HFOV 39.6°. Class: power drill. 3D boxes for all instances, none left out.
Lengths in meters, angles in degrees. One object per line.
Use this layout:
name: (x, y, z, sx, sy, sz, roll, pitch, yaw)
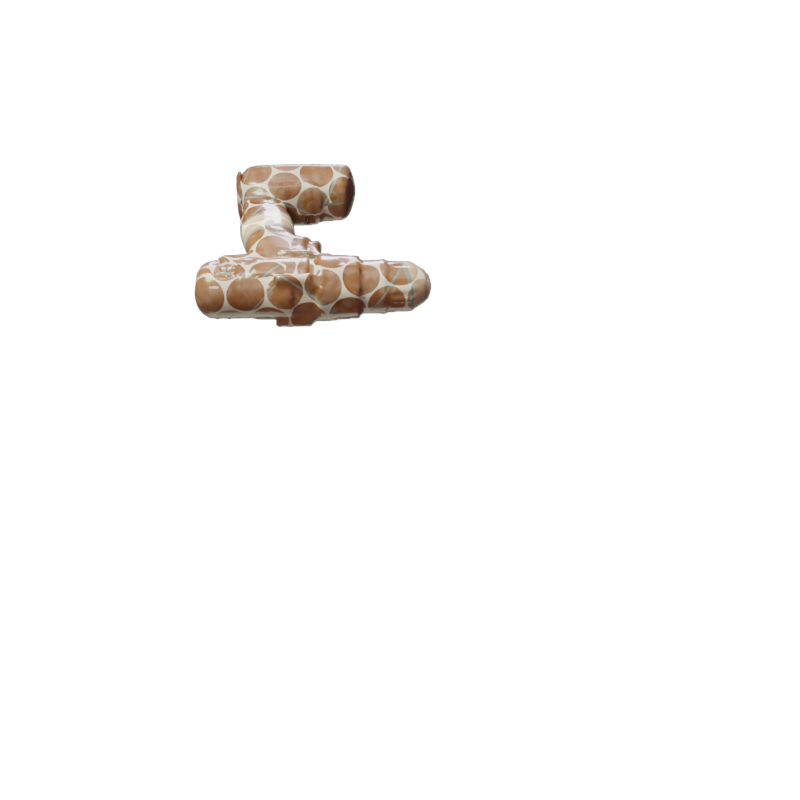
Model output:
power drill: (-0.073, -0.132, 0.926, 0.184, 0.054, 0.200, -1, 36, -1)
